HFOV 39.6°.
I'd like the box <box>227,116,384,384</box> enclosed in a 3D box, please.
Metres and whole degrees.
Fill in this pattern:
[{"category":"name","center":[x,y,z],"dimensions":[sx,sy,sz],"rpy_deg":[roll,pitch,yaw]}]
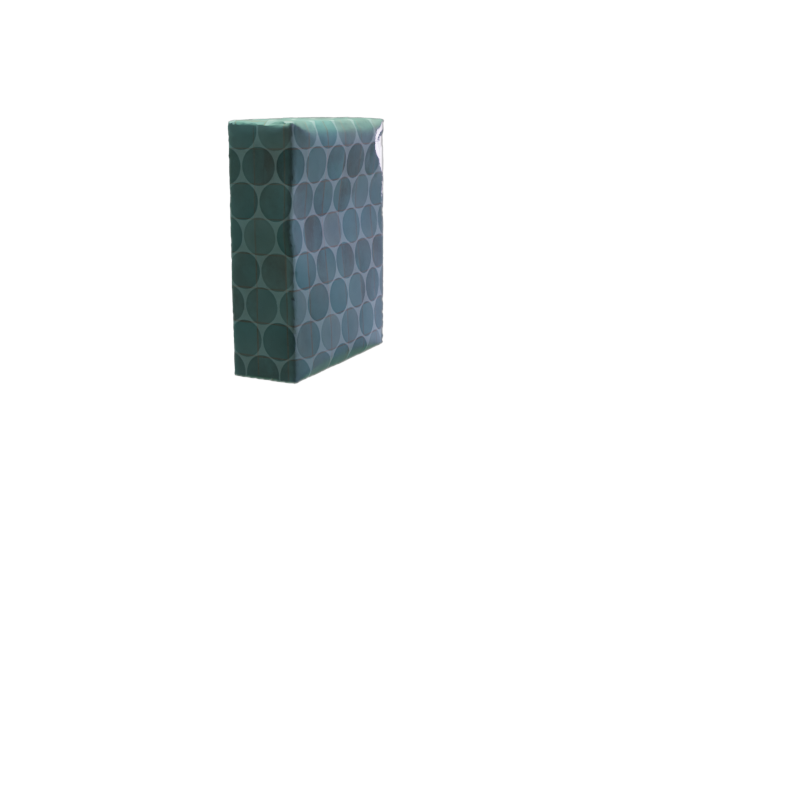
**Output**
[{"category":"box","center":[-0.075,-0.137,0.963],"dimensions":[0.074,0.209,0.162],"rpy_deg":[5,12,26]}]
